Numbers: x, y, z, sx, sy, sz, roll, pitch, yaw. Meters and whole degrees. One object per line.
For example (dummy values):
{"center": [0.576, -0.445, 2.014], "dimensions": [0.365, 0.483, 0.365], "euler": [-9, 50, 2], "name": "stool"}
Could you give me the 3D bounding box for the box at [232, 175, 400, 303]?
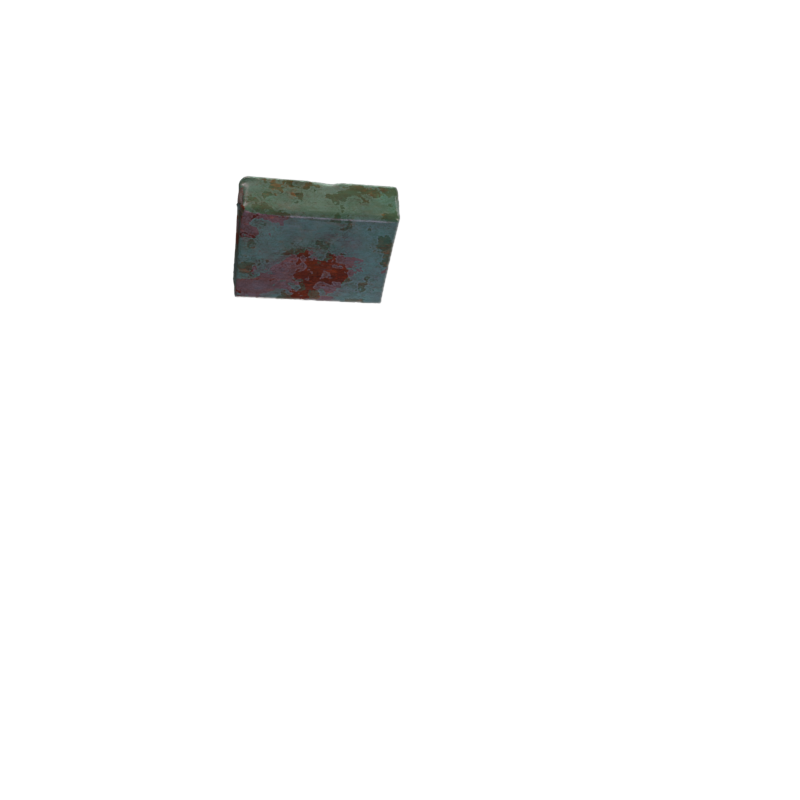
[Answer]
{"center": [-0.049, -0.090, 0.630], "dimensions": [0.089, 0.032, 0.069], "euler": [4, -38, -5], "name": "box"}
